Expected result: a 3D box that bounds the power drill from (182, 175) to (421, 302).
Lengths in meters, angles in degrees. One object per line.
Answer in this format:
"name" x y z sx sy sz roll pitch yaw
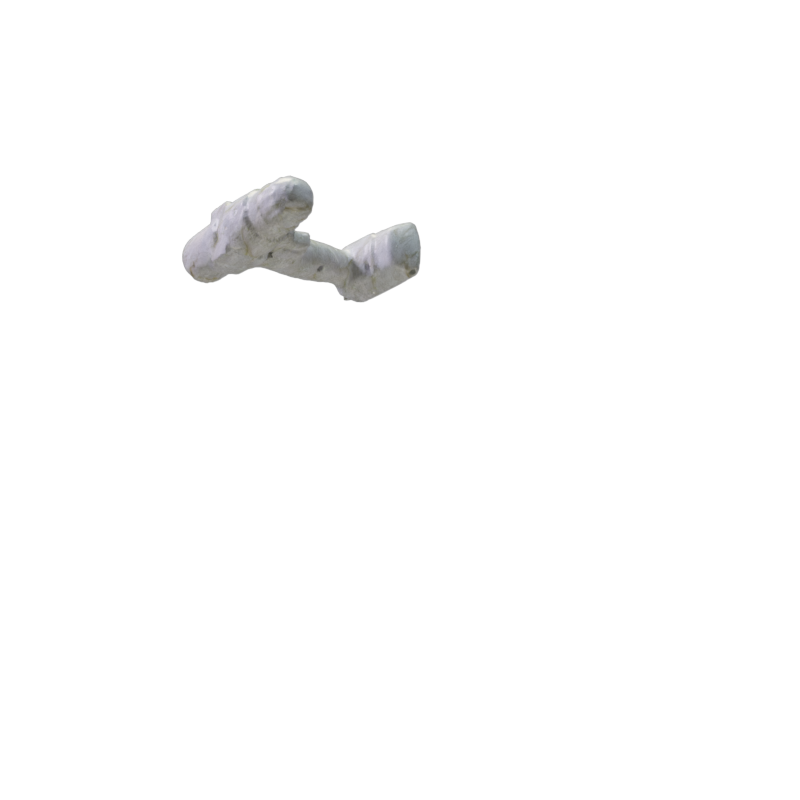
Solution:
"power drill" -0.077 -0.140 0.983 0.179 0.060 0.186 9 -16 -33
